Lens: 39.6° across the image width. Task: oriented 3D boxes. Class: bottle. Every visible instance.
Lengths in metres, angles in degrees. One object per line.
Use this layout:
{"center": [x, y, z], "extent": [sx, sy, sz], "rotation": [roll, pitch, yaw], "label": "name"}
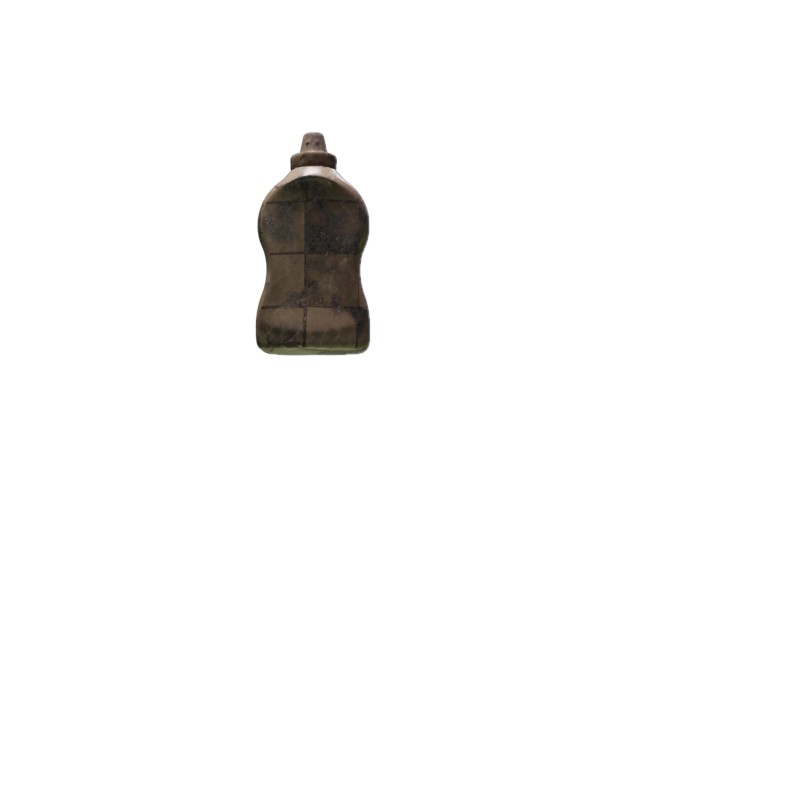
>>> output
{"center": [-0.074, -0.136, 0.952], "extent": [0.097, 0.197, 0.057], "rotation": [-1, -10, 4], "label": "bottle"}
